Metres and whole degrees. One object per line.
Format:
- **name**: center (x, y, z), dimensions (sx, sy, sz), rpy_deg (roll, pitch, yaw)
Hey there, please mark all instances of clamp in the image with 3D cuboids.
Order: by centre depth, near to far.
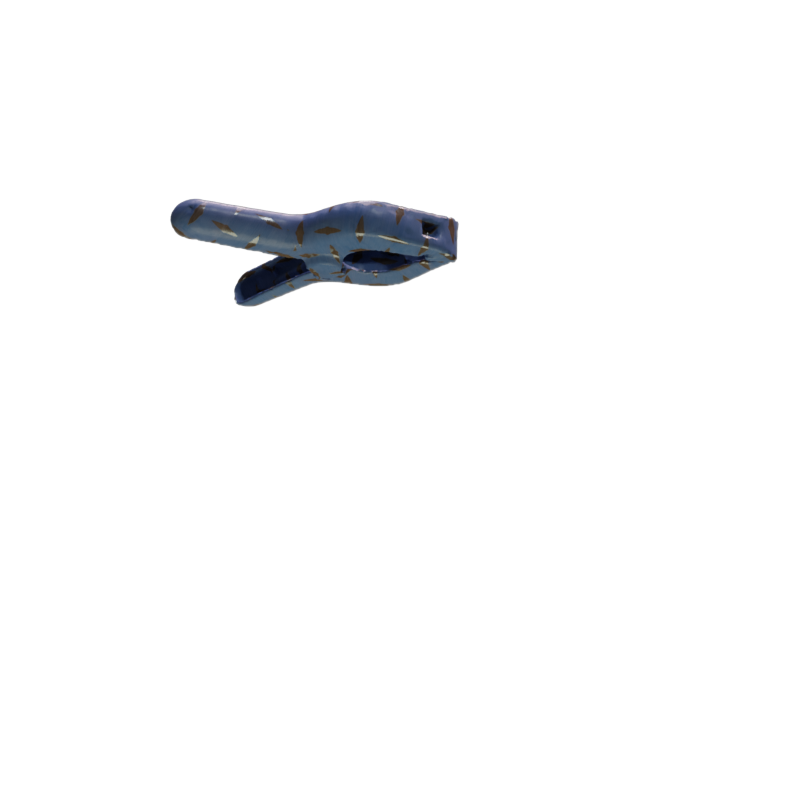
- **clamp**: center (-0.054, -0.098, 0.686), dimensions (0.175, 0.041, 0.112), rpy_deg (-7, -18, 23)
